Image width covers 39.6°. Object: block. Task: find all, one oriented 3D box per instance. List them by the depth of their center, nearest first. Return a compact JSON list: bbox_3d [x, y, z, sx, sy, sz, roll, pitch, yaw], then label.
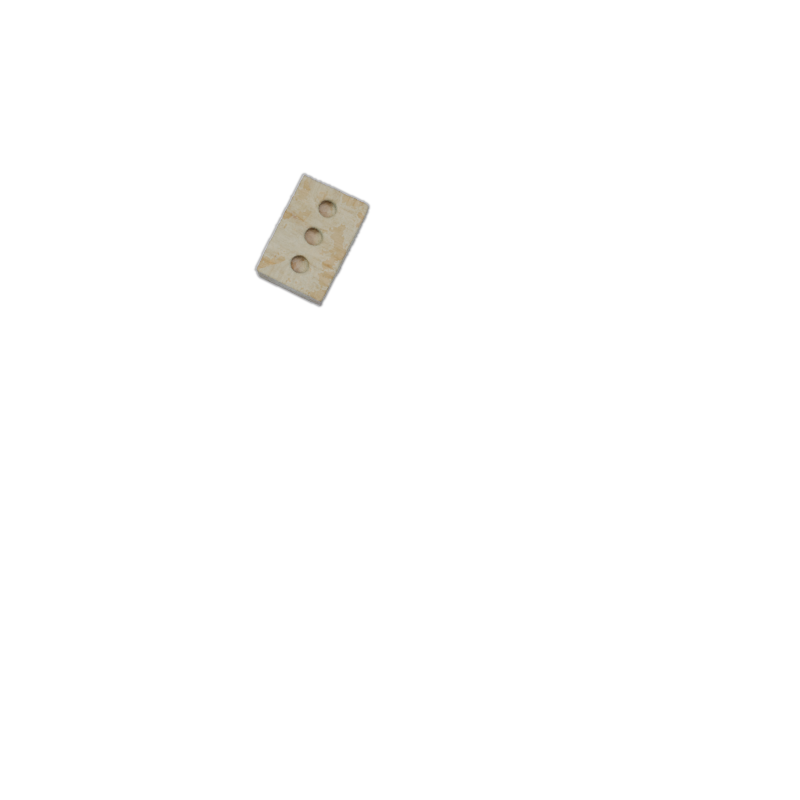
[{"bbox_3d":[-0.062,-0.113,0.788,0.053,0.079,0.050,25,-7,0],"label":"block"}]
